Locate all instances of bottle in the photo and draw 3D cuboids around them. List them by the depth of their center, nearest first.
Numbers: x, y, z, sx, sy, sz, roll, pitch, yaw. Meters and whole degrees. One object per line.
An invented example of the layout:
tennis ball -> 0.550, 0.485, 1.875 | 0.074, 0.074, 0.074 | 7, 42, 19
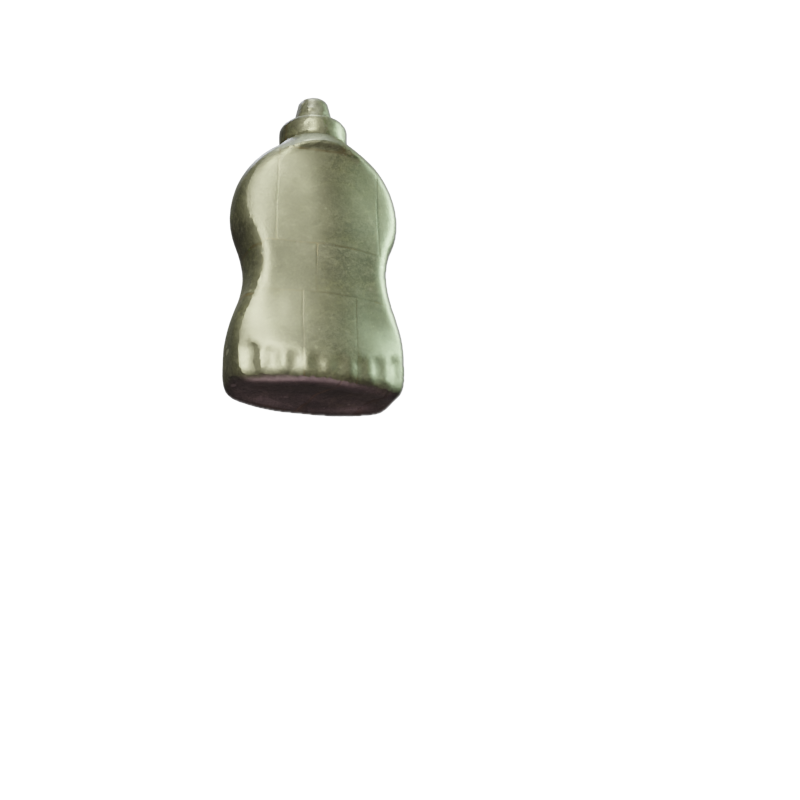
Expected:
bottle -> -0.050, -0.090, 0.634 | 0.094, 0.203, 0.056 | 5, -27, -14
